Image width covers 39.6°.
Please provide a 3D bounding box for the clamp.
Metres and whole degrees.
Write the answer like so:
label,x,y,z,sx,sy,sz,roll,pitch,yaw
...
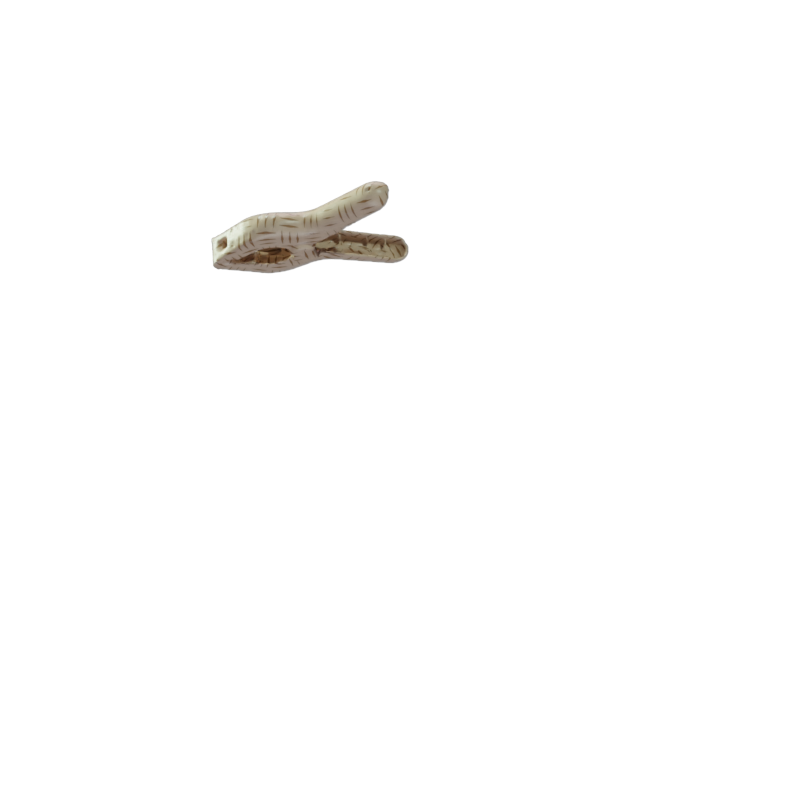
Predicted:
label,x,y,z,sx,sy,sz,roll,pitch,yaw
clamp,-0.075,-0.137,0.963,0.174,0.042,0.111,-9,-28,18
